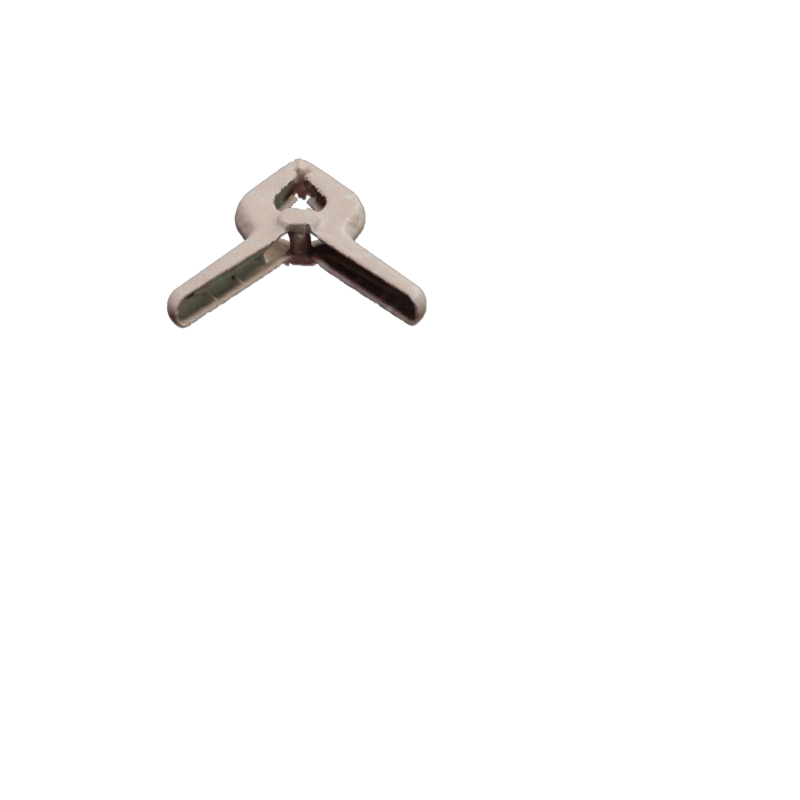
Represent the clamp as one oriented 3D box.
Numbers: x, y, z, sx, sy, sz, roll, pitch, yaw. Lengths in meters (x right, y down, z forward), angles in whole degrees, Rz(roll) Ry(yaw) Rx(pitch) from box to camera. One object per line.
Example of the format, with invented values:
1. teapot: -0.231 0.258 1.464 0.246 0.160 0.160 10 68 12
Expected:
1. clamp: -0.061 -0.111 0.778 0.166 0.034 0.222 3 35 4
